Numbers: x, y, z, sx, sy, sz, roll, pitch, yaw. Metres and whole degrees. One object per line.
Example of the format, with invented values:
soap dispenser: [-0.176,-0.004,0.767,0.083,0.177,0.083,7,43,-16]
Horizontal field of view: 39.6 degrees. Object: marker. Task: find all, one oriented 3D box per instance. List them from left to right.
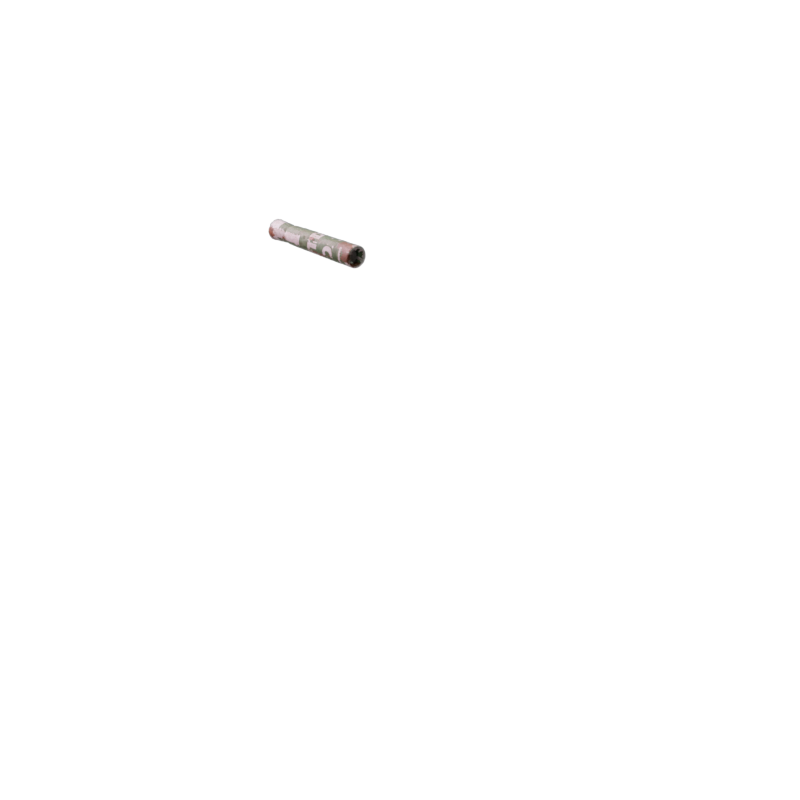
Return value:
marker: [-0.073,-0.133,0.932,0.019,0.019,0.129,-3,19,-38]
